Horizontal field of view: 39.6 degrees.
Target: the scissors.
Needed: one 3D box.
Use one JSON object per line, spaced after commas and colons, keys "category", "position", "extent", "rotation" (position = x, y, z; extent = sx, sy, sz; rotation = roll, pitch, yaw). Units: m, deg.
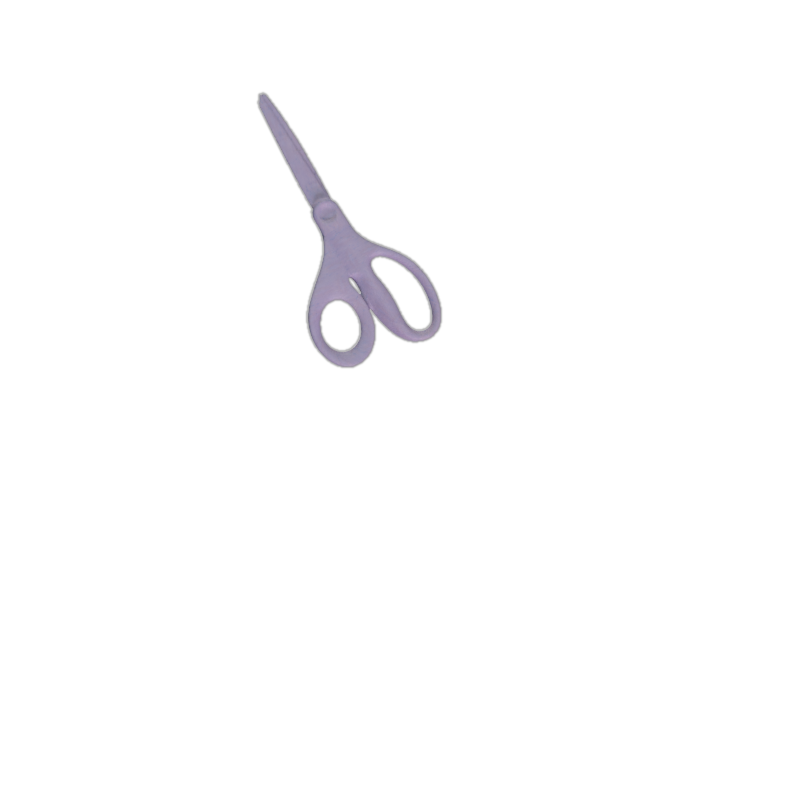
{"category": "scissors", "position": [-0.058, -0.106, 0.746], "extent": [0.097, 0.206, 0.015], "rotation": [-43, -9, -8]}
